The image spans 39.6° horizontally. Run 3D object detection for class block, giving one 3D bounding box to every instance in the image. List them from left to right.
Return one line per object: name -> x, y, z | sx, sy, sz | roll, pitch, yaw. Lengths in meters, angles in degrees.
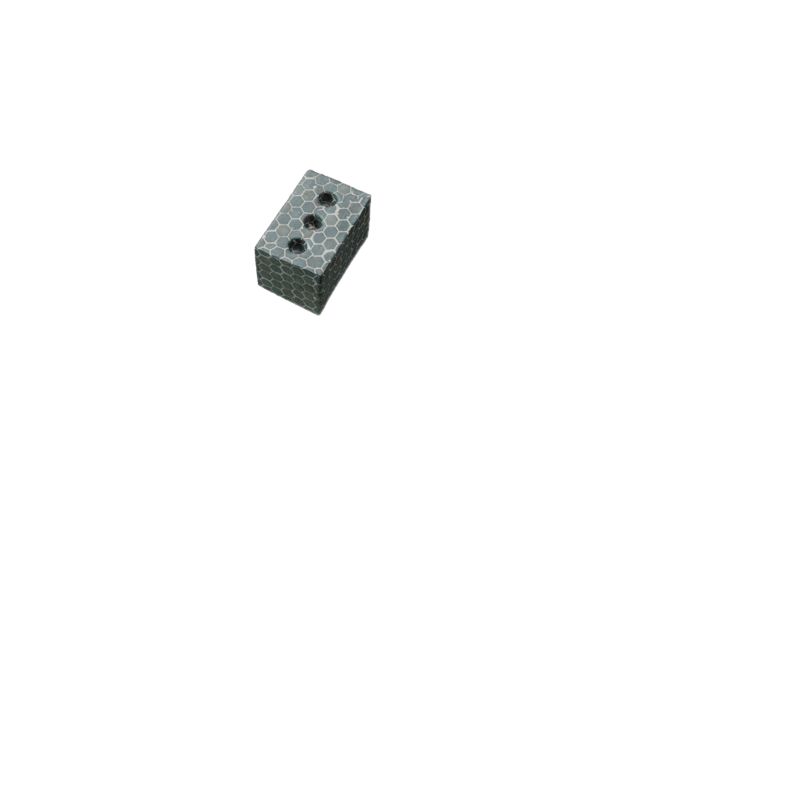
block -> -0.061, -0.111, 0.778 | 0.054, 0.081, 0.048 | 24, -28, 11
